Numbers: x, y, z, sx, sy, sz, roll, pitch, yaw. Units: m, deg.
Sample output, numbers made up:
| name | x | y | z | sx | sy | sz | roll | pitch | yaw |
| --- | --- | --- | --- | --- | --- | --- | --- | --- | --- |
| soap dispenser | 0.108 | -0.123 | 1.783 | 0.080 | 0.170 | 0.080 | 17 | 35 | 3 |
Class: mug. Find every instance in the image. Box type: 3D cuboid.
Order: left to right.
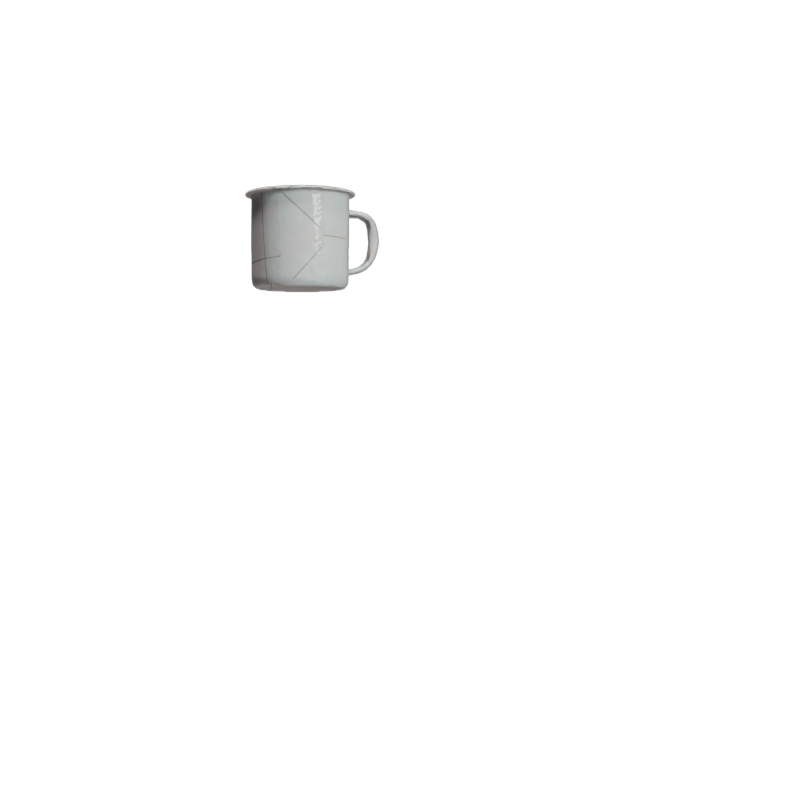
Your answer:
| name | x | y | z | sx | sy | sz | roll | pitch | yaw |
| --- | --- | --- | --- | --- | --- | --- | --- | --- | --- |
| mug | -0.073 | -0.134 | 0.936 | 0.114 | 0.082 | 0.095 | 0 | -2 | -24 |
